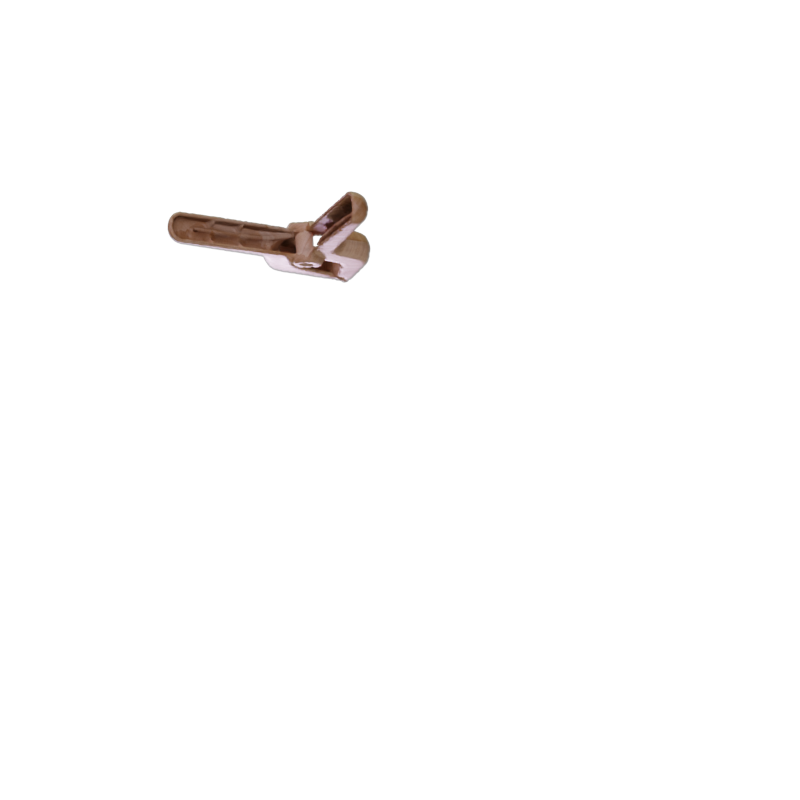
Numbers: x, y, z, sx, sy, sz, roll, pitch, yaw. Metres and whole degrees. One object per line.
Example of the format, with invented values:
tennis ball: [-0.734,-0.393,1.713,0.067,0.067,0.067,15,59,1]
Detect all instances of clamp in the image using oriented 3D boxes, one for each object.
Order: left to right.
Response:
clamp: [-0.073,-0.133,0.935,0.169,0.037,0.200,-3,-7,24]
